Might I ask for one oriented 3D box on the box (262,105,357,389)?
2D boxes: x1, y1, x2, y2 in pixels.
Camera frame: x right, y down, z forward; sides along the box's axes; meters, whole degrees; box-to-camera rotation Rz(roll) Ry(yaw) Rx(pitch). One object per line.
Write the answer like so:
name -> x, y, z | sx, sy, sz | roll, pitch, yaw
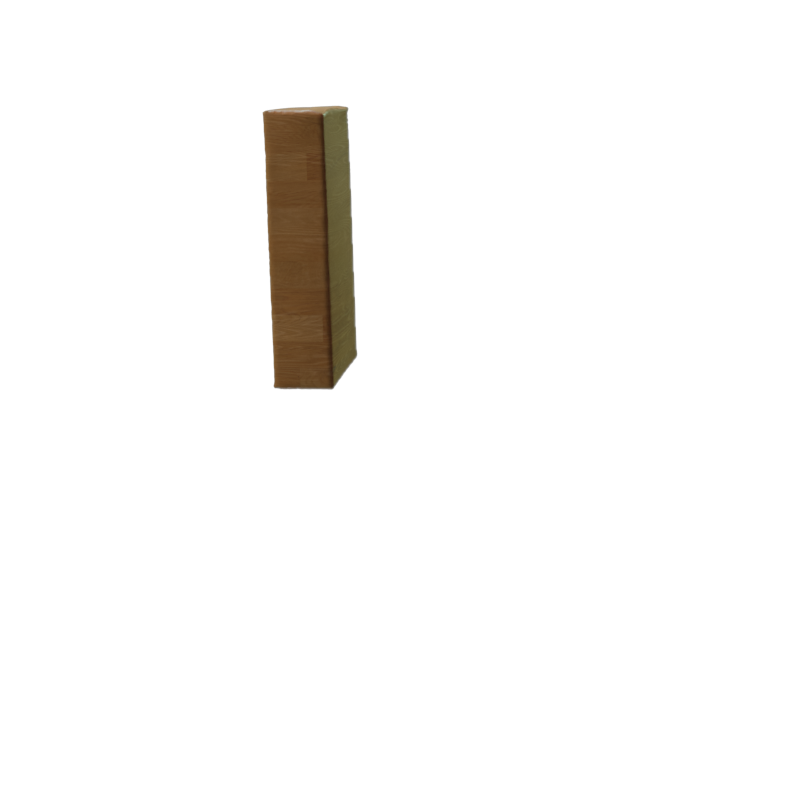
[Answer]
box -> -0.057, -0.104, 0.729 | 0.049, 0.172, 0.094 | 2, 11, 8
